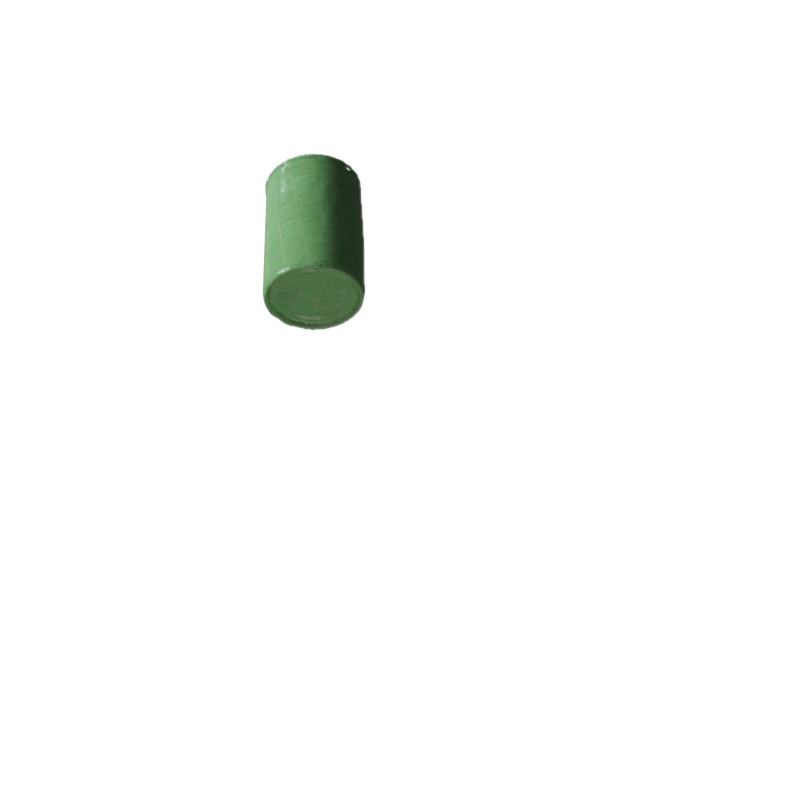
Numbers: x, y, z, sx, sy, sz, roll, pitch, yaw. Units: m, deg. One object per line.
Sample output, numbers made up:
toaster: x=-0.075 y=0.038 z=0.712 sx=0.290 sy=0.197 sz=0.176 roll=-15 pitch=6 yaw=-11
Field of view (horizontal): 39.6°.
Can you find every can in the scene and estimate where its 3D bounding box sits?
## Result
can: x=-0.059 y=-0.107 z=0.750 sx=0.068 sy=0.110 sz=0.064 roll=-1 pitch=-38 yaw=-3
